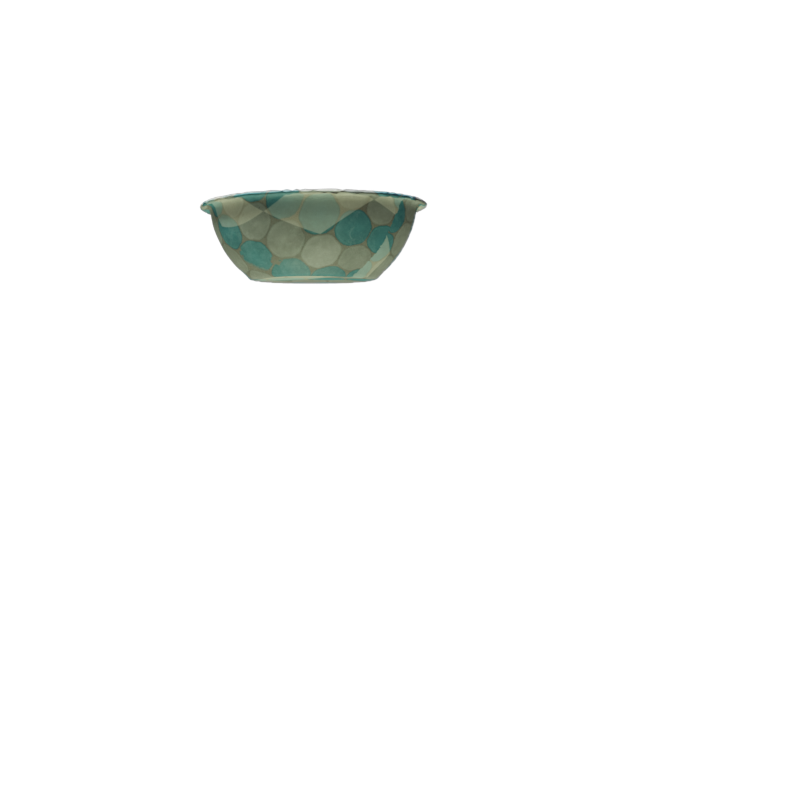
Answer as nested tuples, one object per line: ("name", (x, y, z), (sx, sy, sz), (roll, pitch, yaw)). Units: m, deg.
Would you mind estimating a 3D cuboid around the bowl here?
("bowl", (-0.062, -0.113, 0.790), (0.162, 0.055, 0.162), (0, 2, -2))
